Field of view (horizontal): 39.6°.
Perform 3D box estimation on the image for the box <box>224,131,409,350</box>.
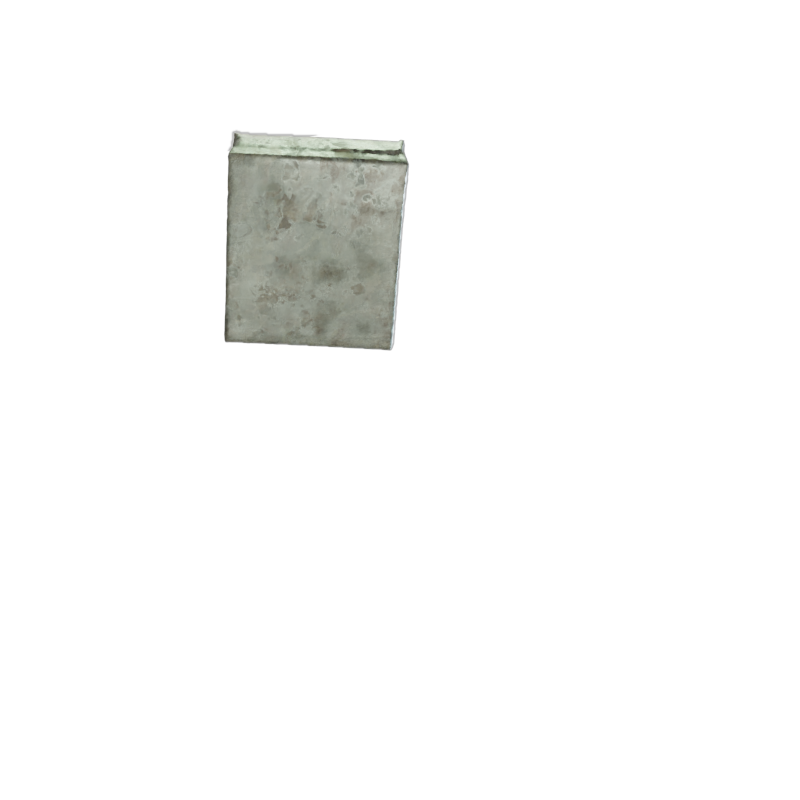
[{"bbox_3d":[-0.037,-0.067,0.469,0.073,0.085,0.032,3,25,-2],"label":"box"}]
